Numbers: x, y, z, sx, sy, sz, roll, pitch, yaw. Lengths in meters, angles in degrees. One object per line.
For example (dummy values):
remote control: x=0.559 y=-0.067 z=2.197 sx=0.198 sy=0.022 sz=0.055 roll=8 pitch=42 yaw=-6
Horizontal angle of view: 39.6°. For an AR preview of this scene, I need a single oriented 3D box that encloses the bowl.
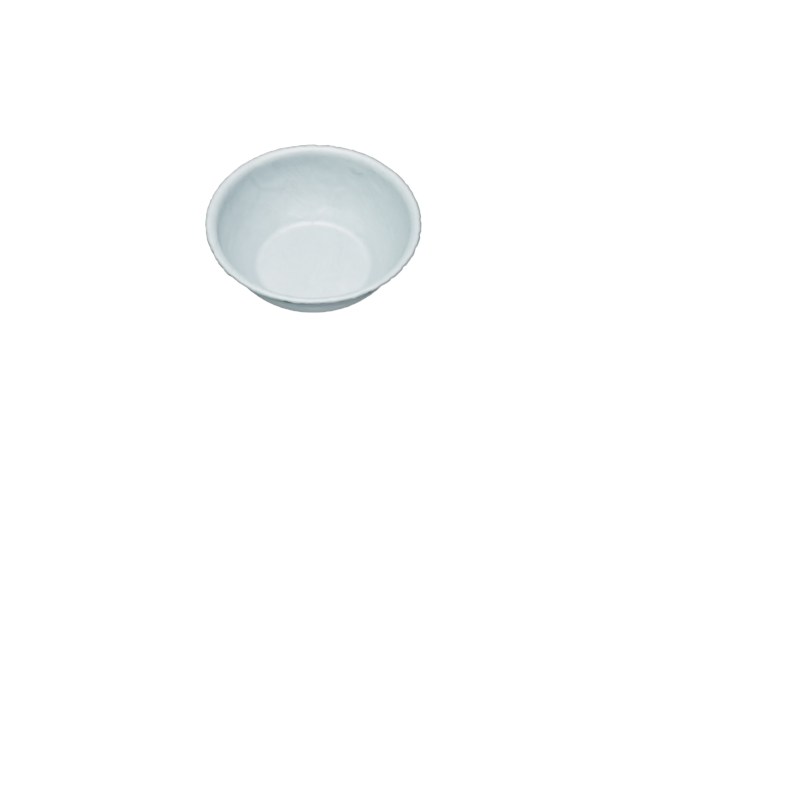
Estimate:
bowl: x=-0.066 y=-0.121 z=0.848 sx=0.162 sy=0.174 sz=0.051 roll=-1 pitch=-38 yaw=-1
